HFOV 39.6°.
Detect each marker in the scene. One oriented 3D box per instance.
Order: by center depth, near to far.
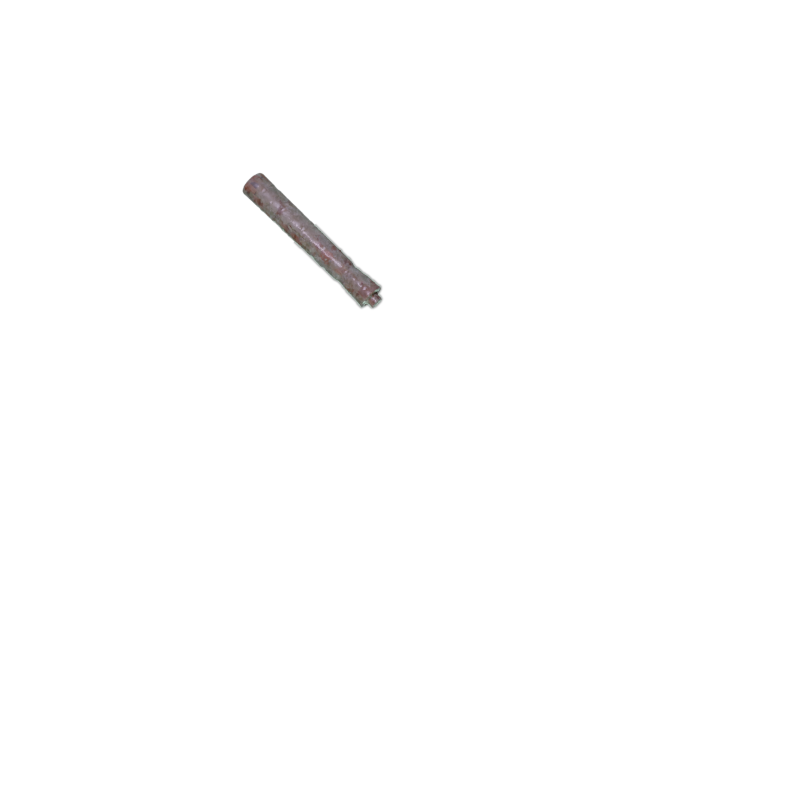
[{"bbox_3d":[-0.058,-0.105,0.735,0.126,0.019,0.019,45,17,16],"label":"marker"}]
